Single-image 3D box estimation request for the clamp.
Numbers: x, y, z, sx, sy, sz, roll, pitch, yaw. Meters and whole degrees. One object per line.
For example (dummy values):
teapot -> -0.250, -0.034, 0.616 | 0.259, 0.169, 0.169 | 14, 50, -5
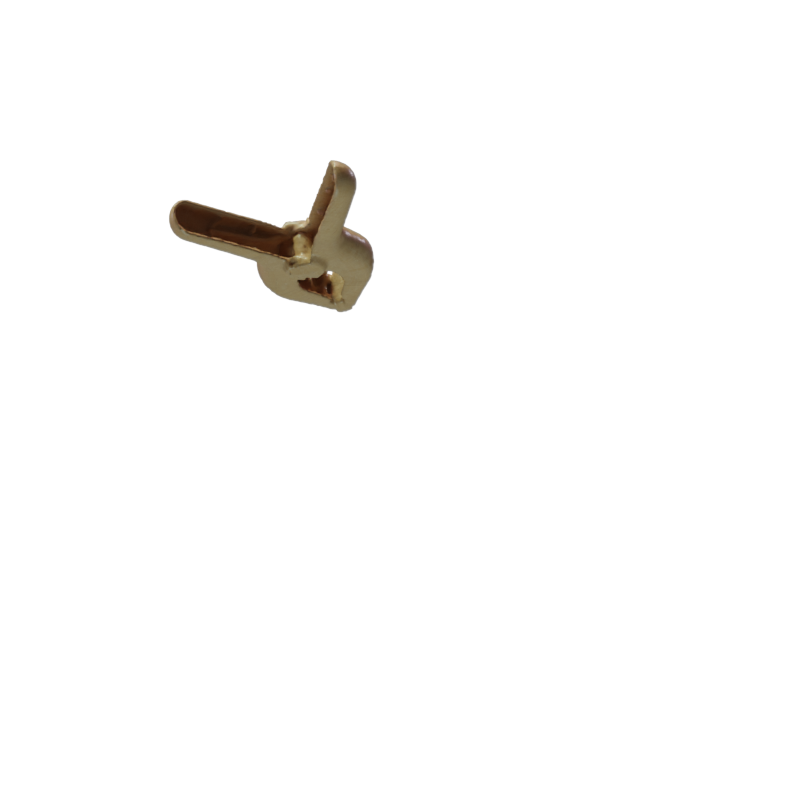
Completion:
clamp -> -0.057, -0.104, 0.727 | 0.122, 0.041, 0.160 | -8, -18, 26
